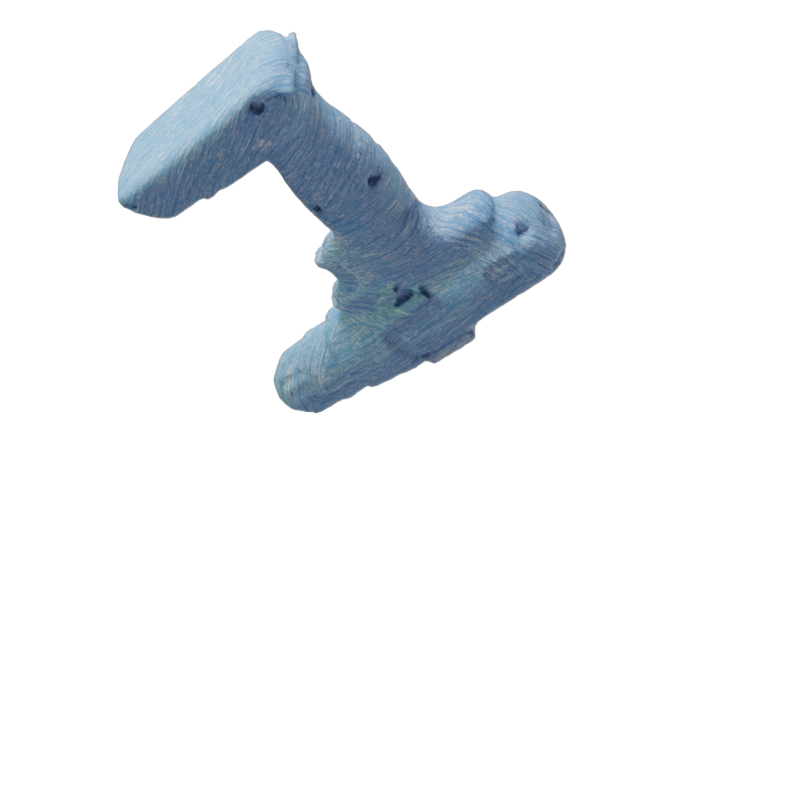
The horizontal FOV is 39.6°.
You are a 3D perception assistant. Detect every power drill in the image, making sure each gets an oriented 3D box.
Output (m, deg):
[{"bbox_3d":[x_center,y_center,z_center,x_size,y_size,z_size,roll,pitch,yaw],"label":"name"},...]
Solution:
[{"bbox_3d":[-0.043,-0.078,0.543,0.183,0.062,0.176,-34,-54,29],"label":"power drill"}]
